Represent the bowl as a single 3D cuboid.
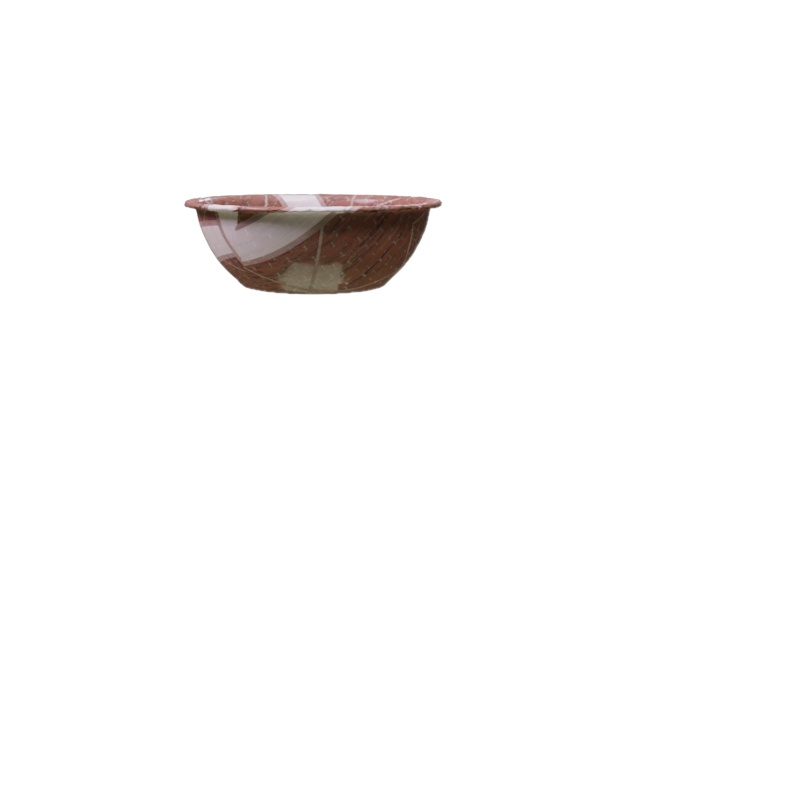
[{"bbox_3d":[-0.055,-0.100,0.701,0.162,0.054,0.166,0,13,-2],"label":"bowl"}]
